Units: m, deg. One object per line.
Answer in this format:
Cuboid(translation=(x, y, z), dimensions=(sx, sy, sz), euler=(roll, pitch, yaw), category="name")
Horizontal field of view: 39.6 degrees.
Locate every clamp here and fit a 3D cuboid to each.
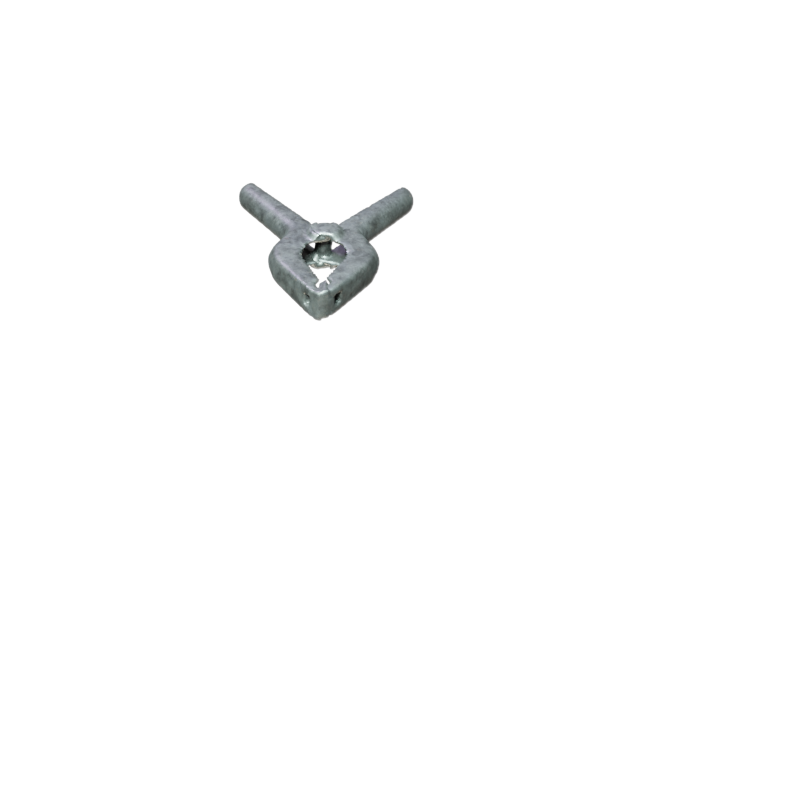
Cuboid(translation=(-0.077, -0.140, 0.983), dimensions=(0.166, 0.034, 0.222), euler=(3, 35, 5), category="clamp")
